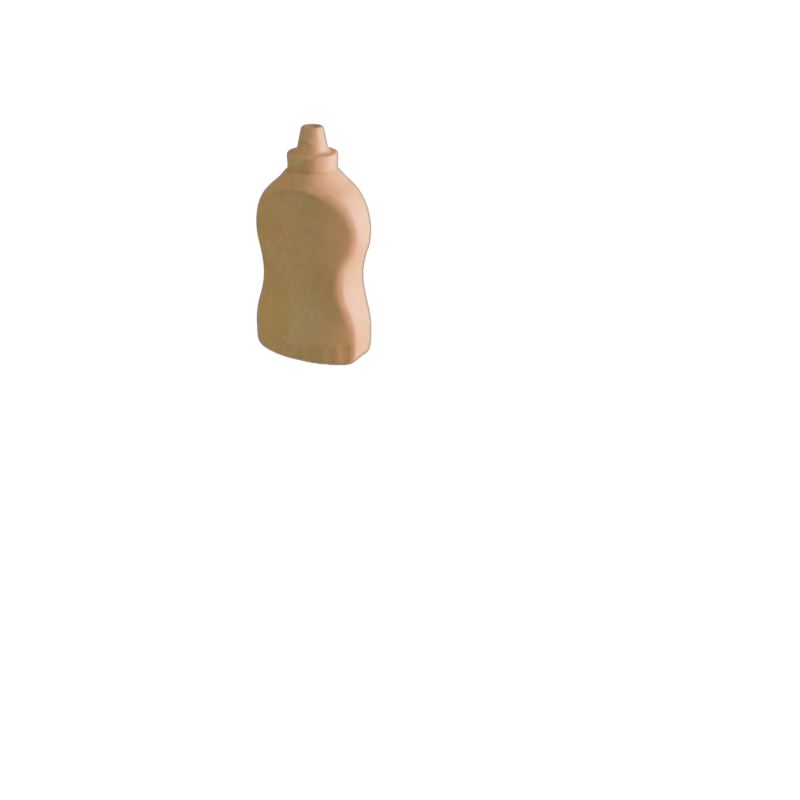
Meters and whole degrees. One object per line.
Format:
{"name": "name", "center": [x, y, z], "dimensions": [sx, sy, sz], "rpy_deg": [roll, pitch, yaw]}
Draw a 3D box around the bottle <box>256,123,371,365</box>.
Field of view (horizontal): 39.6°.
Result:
{"name": "bottle", "center": [-0.071, -0.128, 0.898], "dimensions": [0.100, 0.183, 0.058], "rpy_deg": [13, 22, 28]}
